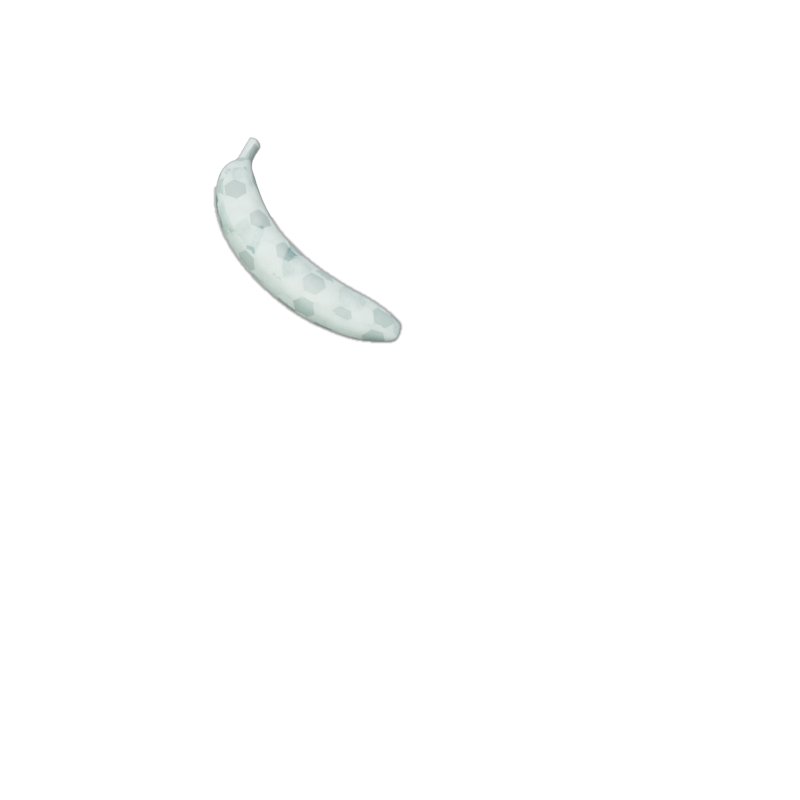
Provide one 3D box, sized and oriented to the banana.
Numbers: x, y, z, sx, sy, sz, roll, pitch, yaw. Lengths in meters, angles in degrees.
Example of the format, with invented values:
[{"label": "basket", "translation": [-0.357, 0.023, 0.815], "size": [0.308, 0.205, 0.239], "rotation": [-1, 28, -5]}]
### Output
[{"label": "banana", "translation": [-0.082, -0.110, 0.820], "size": [0.070, 0.207, 0.035], "rotation": [-33, -16, -11]}]
